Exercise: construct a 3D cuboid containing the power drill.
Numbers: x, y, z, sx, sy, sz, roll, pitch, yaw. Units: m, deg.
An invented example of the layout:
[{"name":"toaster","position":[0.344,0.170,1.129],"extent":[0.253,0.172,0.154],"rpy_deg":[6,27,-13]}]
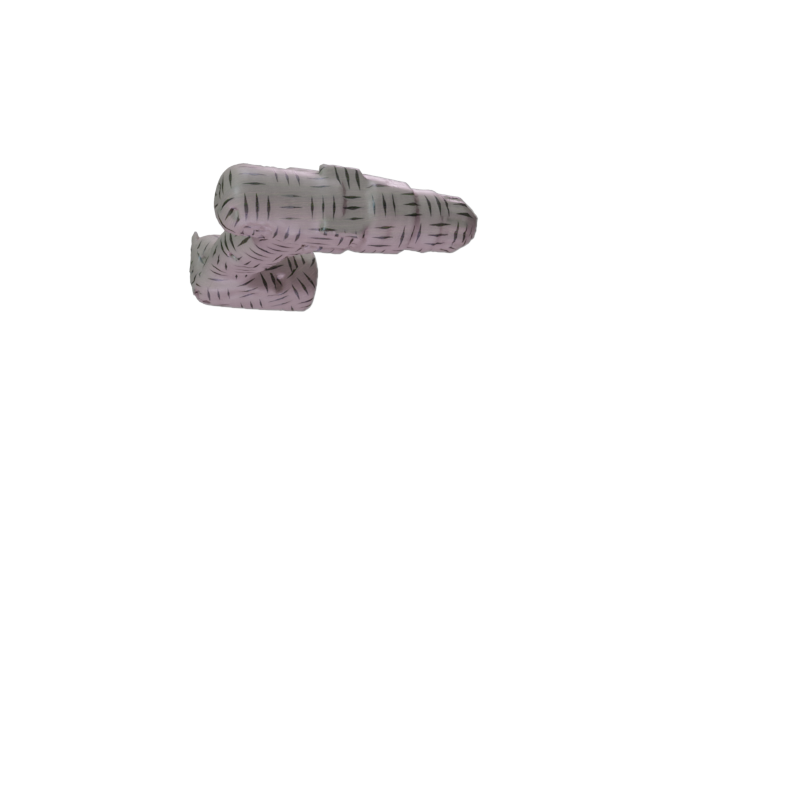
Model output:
[{"name":"power drill","position":[-0.062,-0.114,0.795],"extent":[0.178,0.060,0.186],"rpy_deg":[6,-15,-23]}]
